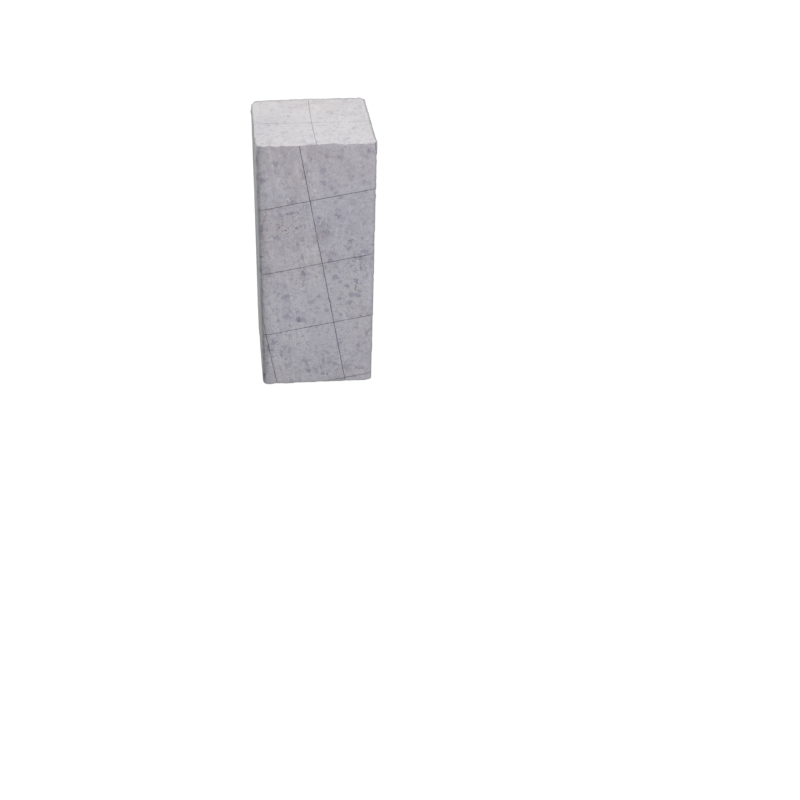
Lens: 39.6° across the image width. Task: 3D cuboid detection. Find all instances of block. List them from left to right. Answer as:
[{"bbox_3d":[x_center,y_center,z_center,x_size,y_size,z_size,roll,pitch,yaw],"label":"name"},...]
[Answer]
[{"bbox_3d":[-0.069,-0.125,0.871,0.089,0.194,0.097,-2,32,-7],"label":"block"}]
